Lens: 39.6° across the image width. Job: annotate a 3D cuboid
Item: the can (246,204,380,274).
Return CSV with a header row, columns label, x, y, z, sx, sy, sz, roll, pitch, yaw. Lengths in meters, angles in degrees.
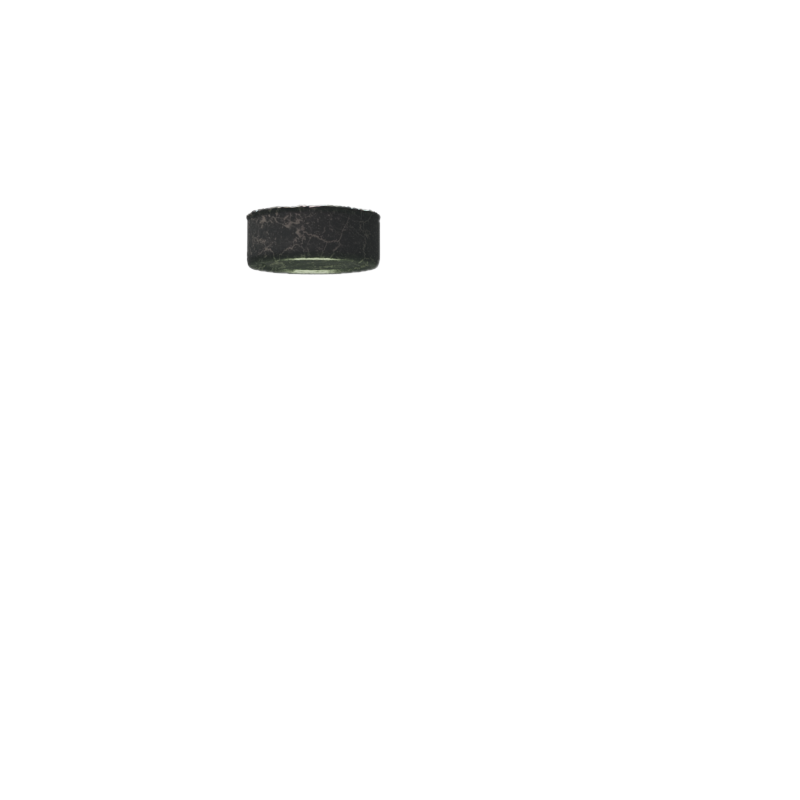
label,x,y,z,sx,sy,sz,roll,pitch,yaw
can,-0.055,-0.101,0.705,0.086,0.034,0.085,0,-1,-2
